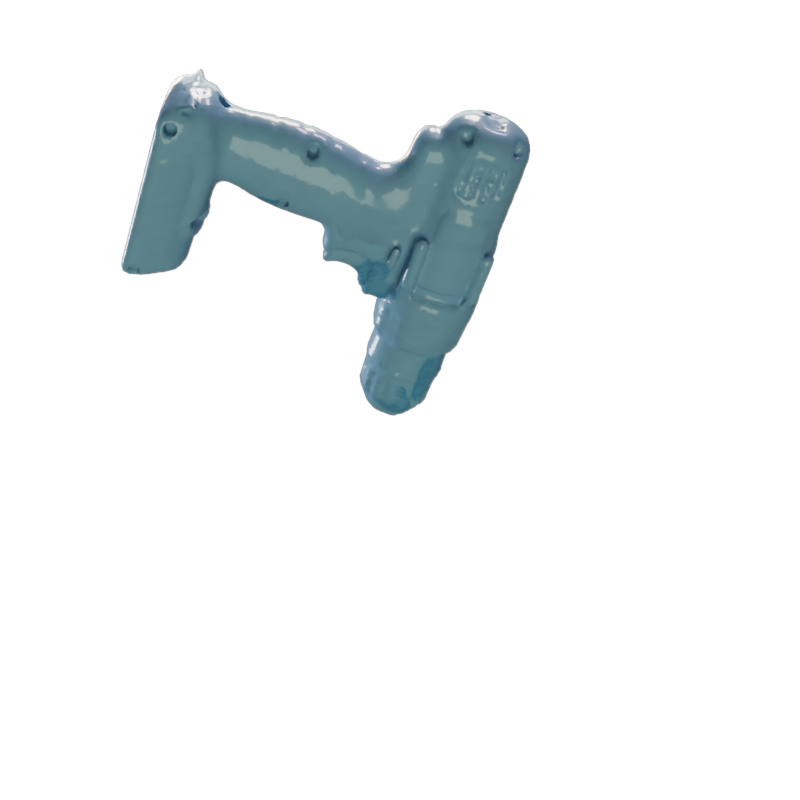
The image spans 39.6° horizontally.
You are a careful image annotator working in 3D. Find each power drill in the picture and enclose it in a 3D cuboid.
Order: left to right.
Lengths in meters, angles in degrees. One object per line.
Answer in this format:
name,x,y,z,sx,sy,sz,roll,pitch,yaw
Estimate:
power drill,-0.045,-0.083,0.580,0.185,0.176,0.061,14,30,-9
